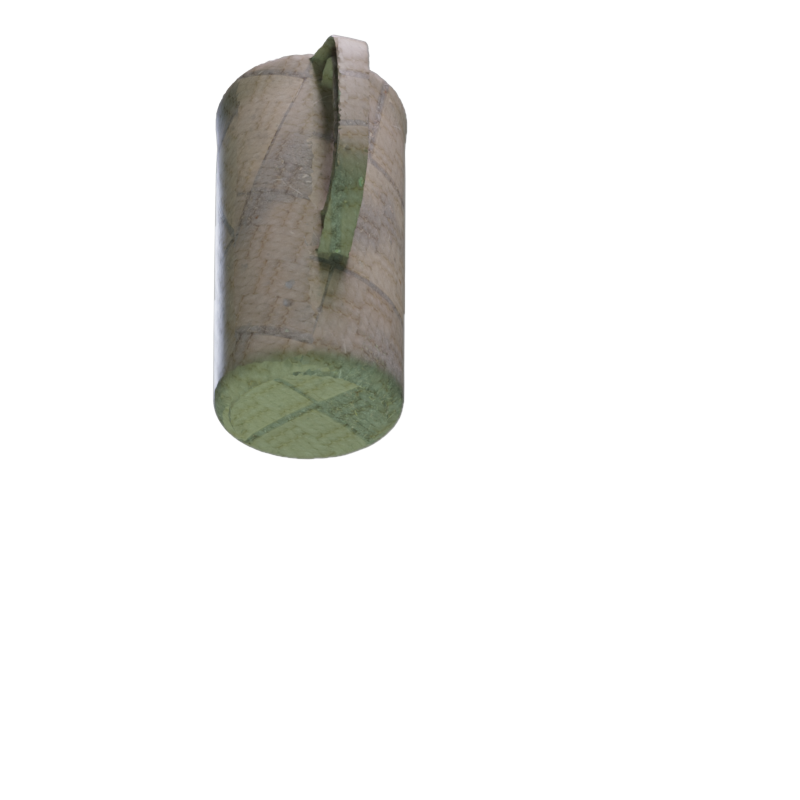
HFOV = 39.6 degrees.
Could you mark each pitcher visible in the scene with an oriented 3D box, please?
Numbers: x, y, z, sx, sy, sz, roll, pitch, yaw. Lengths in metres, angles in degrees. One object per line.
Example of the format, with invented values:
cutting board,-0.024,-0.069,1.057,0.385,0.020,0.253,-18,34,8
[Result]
pitcher,-0.054,-0.098,0.688,0.146,0.261,0.138,-19,-40,20
